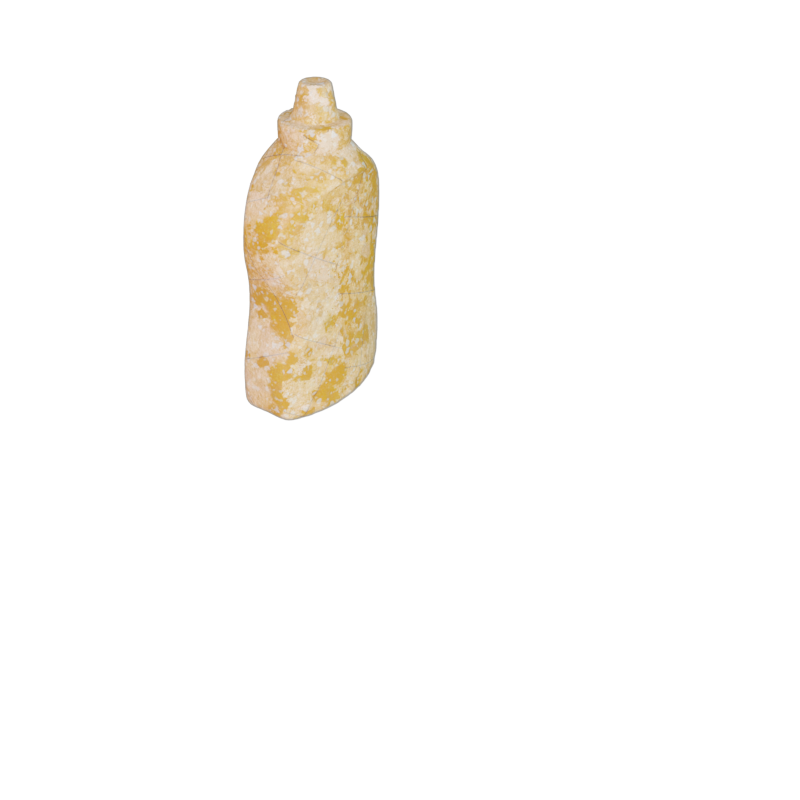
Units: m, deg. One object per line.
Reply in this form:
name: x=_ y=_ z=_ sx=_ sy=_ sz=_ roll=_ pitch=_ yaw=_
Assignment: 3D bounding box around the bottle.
bottle: x=-0.049 y=-0.090 z=0.633 sx=0.062 sy=0.181 sz=0.096 roll=21 pitch=34 yaw=30
